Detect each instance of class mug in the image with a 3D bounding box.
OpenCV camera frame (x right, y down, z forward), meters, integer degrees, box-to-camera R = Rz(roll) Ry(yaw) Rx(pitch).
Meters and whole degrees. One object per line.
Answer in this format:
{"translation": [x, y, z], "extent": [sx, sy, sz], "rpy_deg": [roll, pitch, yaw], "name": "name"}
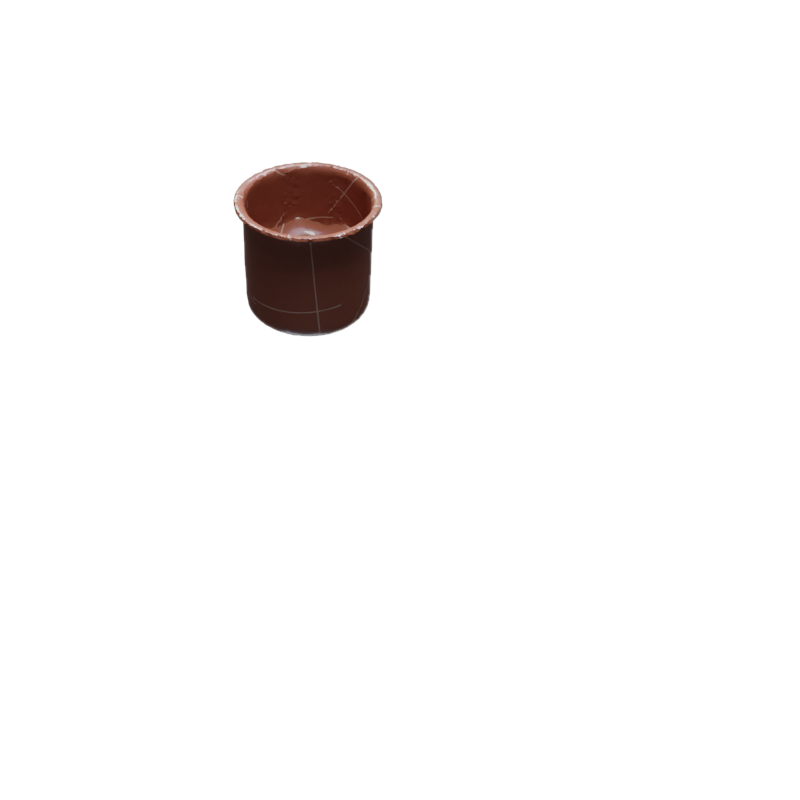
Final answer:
{"translation": [-0.057, -0.103, 0.723], "extent": [0.095, 0.076, 0.123], "rpy_deg": [9, 39, 10], "name": "mug"}
